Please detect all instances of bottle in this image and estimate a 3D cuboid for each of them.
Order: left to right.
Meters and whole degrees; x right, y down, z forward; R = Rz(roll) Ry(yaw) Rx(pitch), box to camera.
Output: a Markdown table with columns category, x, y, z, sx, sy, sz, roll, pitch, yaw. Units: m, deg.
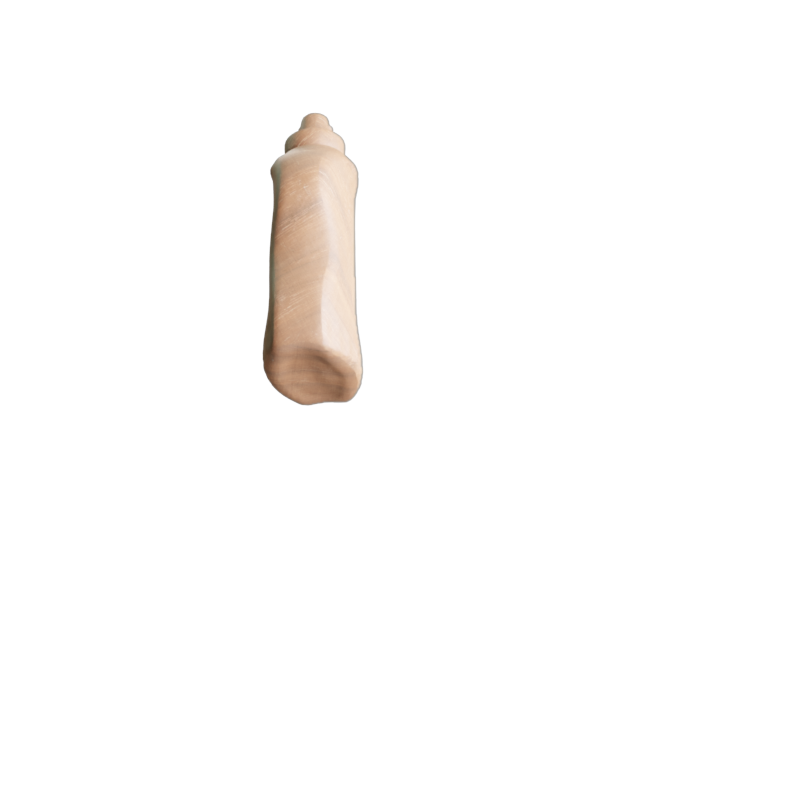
| category | x | y | z | sx | sy | sz | roll | pitch | yaw |
| --- | --- | --- | --- | --- | --- | --- | --- | --- | --- |
| bottle | -0.055 | -0.101 | 0.707 | 0.059 | 0.204 | 0.089 | -7 | -28 | 8 |
